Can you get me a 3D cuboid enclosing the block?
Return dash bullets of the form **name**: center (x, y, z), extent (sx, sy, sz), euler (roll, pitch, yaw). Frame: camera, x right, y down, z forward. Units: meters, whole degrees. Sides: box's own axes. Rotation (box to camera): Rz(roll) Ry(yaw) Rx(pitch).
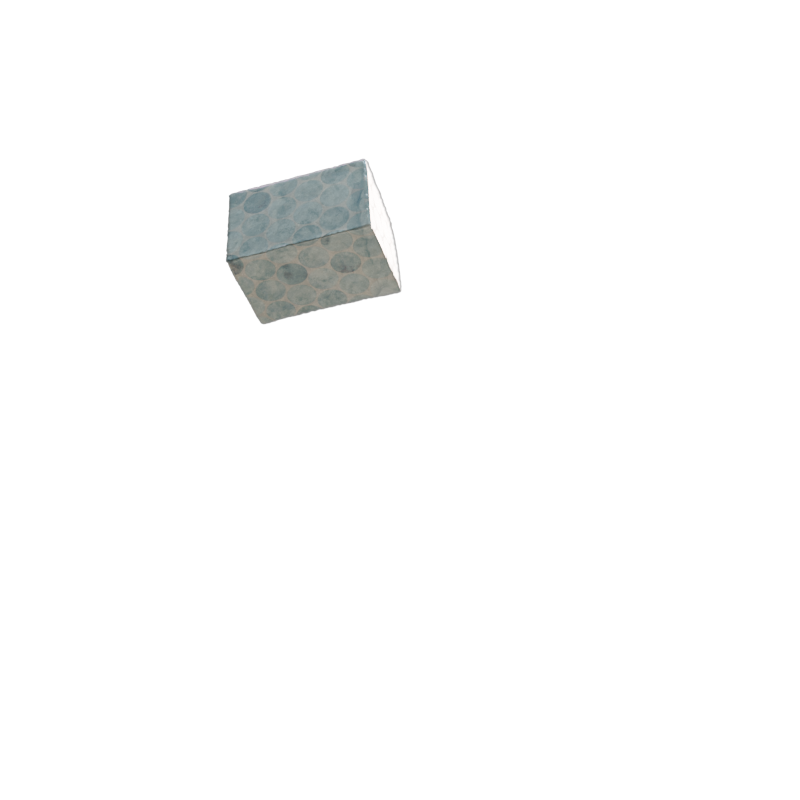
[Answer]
- **block**: center (-0.045, -0.081, 0.571), extent (0.079, 0.055, 0.049), euler (-12, -42, 12)
